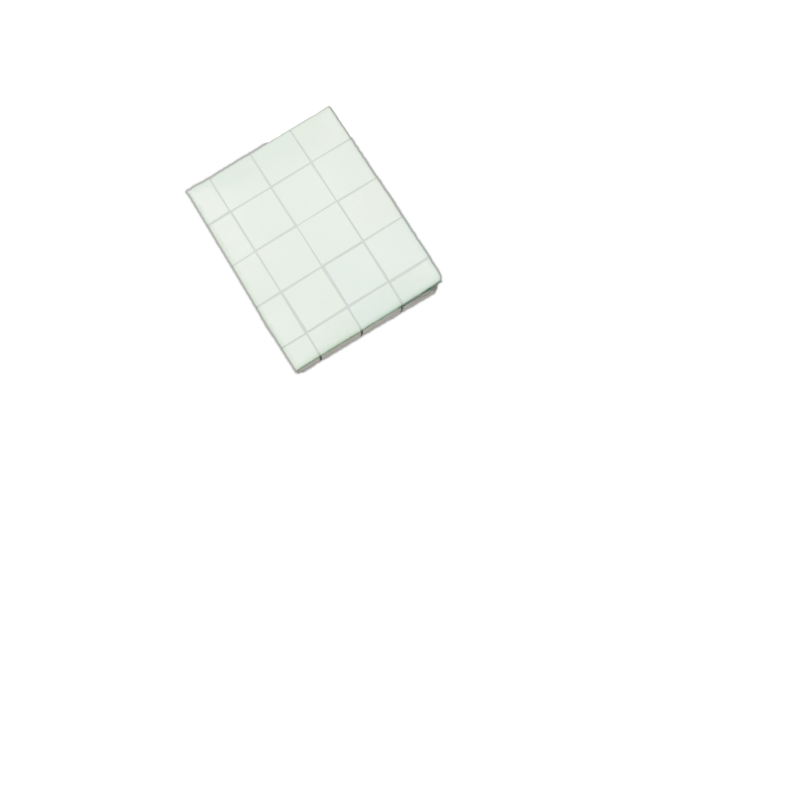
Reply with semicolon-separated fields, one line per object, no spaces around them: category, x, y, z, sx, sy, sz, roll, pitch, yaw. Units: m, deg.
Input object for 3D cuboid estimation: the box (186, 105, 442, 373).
box;-0.046;-0.084;0.588;0.090;0.117;0.038;-32;-10;-7
